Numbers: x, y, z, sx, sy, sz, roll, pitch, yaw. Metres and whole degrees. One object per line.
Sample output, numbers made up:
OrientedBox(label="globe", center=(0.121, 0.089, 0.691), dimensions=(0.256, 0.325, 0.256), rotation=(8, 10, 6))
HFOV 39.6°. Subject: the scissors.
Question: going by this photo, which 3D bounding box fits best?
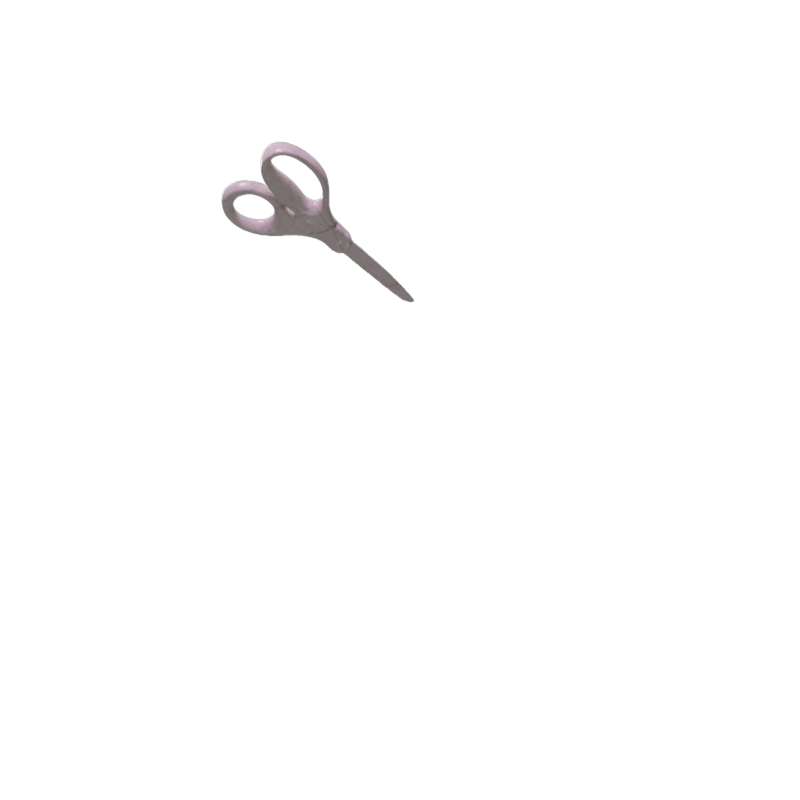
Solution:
OrientedBox(label="scissors", center=(-0.071, -0.129, 0.905), dimensions=(0.097, 0.017, 0.186), rotation=(-18, -46, 18))
